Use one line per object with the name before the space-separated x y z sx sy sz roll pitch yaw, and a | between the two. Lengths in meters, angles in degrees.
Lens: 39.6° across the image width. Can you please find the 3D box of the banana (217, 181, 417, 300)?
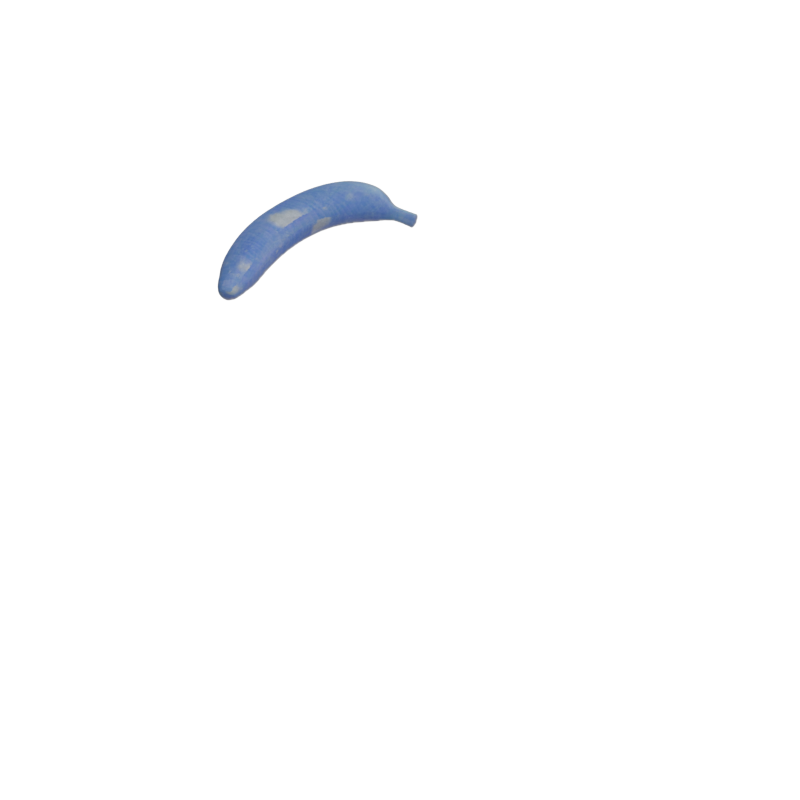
banana | -0.081 -0.145 0.937 0.197 0.034 0.075 -27 50 -26
